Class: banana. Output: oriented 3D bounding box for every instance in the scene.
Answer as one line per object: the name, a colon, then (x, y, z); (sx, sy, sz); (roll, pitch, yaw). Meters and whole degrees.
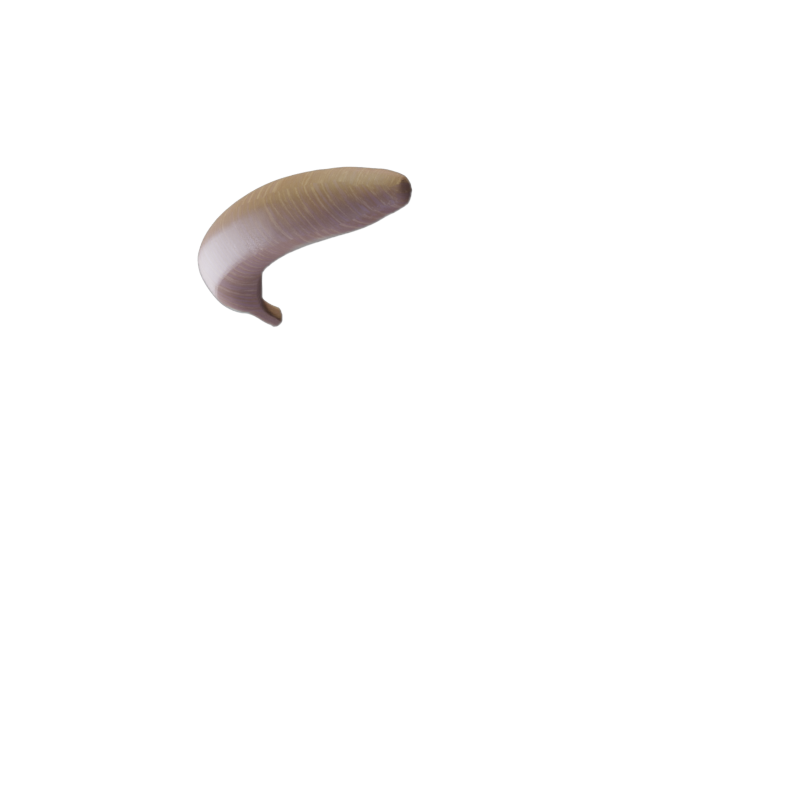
banana: (-0.064, -0.084, 0.583); (0.067, 0.038, 0.196); (6, -15, -23)
